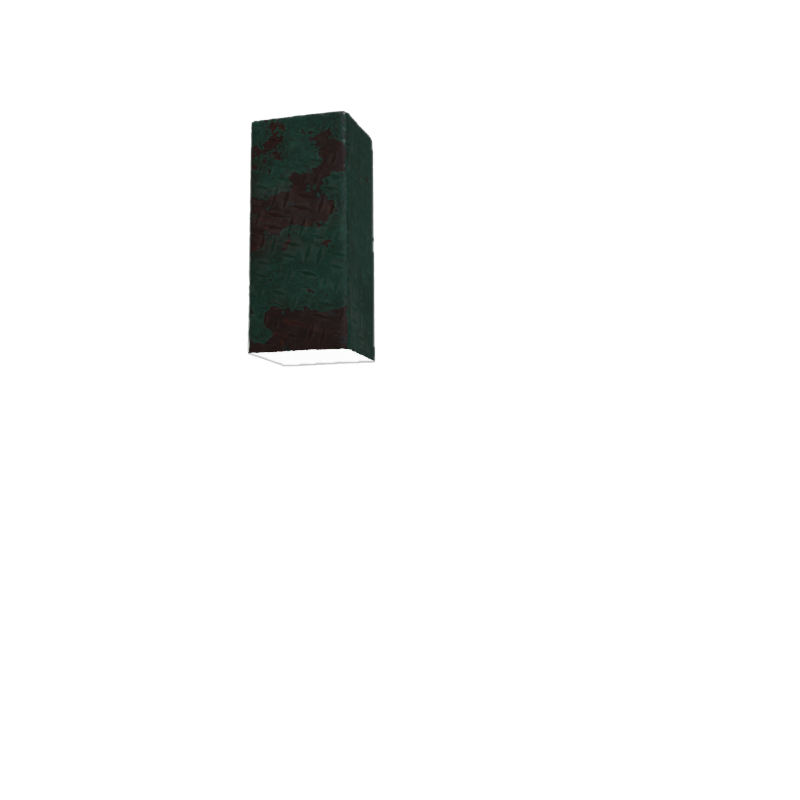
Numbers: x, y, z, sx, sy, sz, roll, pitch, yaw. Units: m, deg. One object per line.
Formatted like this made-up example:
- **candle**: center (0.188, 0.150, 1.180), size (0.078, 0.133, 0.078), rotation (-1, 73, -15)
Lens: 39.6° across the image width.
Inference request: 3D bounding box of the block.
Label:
- **block**: center (-0.076, -0.140, 0.977), size (0.092, 0.213, 0.086), rotation (-4, -13, 16)
